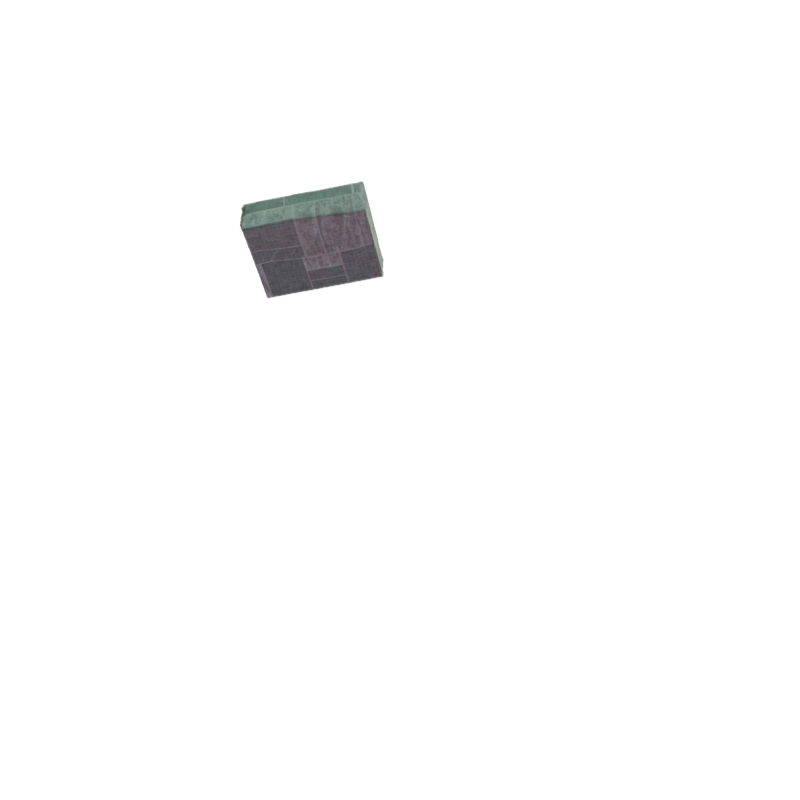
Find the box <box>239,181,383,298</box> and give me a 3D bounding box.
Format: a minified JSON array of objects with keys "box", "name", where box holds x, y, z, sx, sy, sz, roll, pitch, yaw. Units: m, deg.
[{"box":[-0.078,-0.142,0.993,0.114,0.042,0.083,-8,-43,8],"name":"box"}]
